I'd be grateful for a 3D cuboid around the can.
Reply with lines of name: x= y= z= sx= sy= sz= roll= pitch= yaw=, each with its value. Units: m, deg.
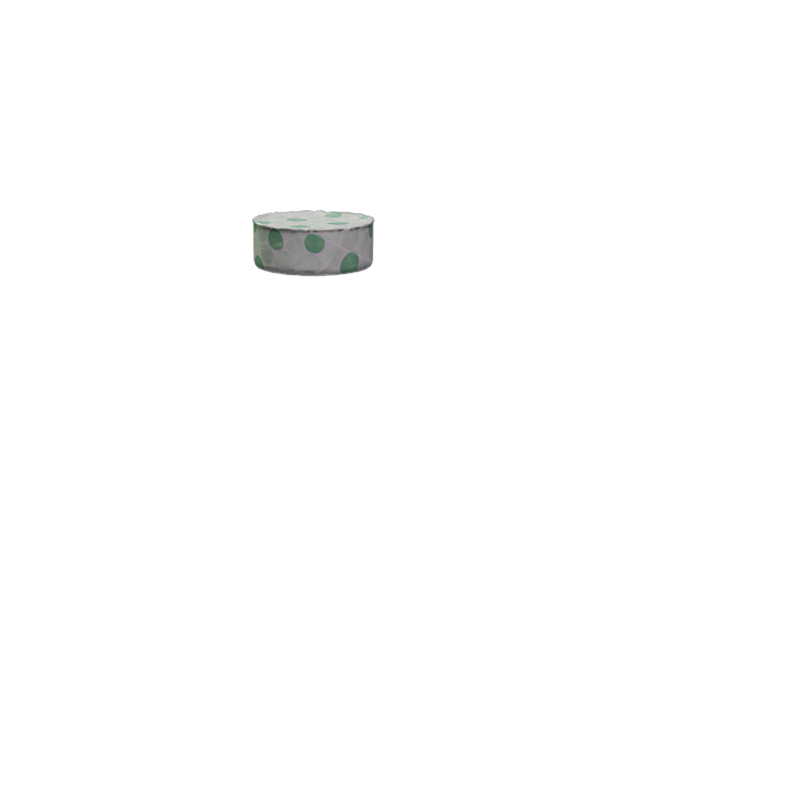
can: x=-0.061 y=-0.111 z=0.779 sx=0.086 sy=0.033 sz=0.089 roll=-1 pitch=17 yaw=-2
